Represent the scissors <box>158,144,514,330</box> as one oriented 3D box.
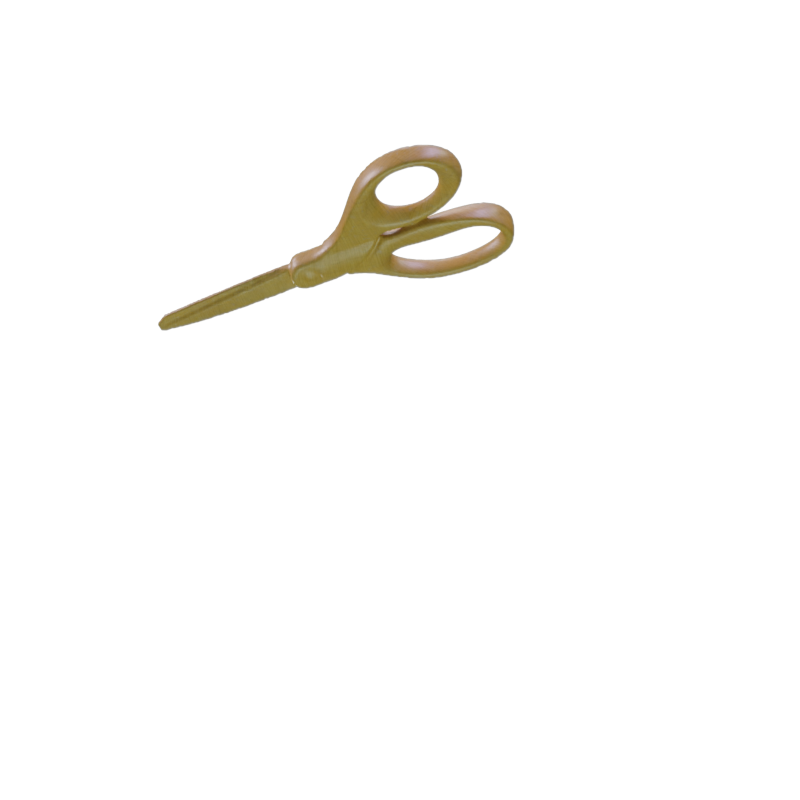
[{"bbox_3d":[-0.044,-0.081,0.568,0.203,0.017,0.089,-8,-40,10],"label":"scissors"}]
